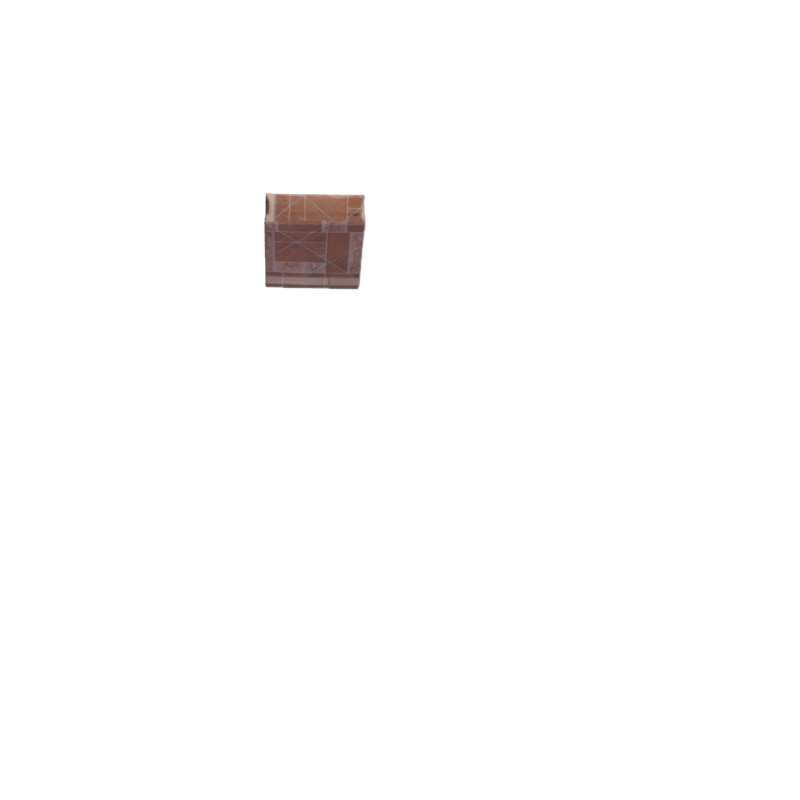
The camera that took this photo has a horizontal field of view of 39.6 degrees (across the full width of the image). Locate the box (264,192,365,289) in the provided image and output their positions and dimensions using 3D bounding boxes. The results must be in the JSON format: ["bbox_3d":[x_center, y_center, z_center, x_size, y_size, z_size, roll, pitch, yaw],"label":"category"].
[{"bbox_3d":[-0.065,-0.118,0.828,0.073,0.032,0.084,1,-31,-3],"label":"box"}]
